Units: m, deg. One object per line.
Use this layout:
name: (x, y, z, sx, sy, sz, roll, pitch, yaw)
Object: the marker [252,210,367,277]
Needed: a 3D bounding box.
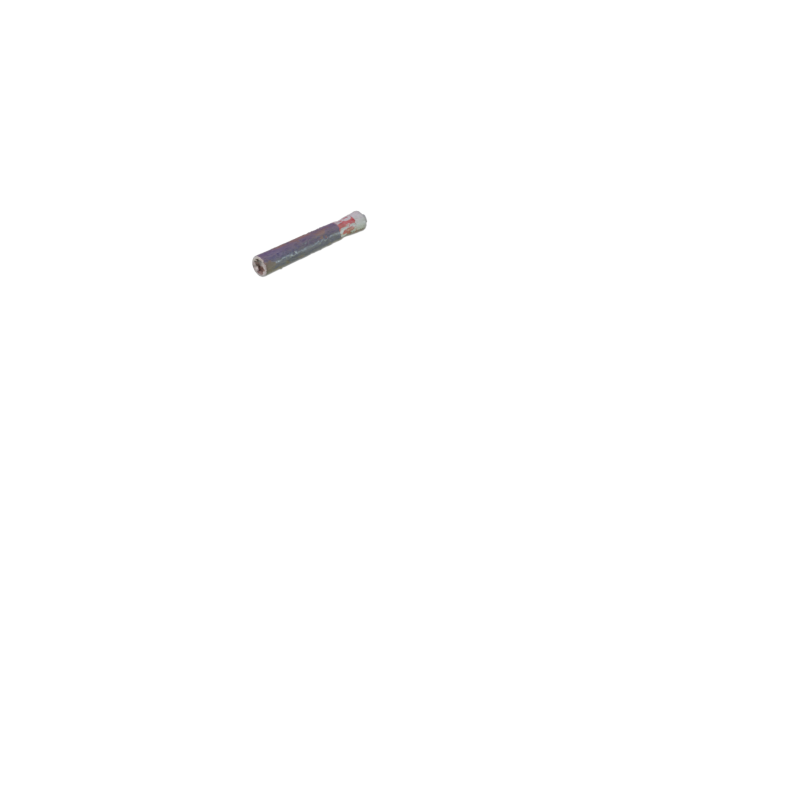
marker: (-0.074, -0.134, 0.941, 0.121, 0.019, 0.021, -31, 23, -36)
